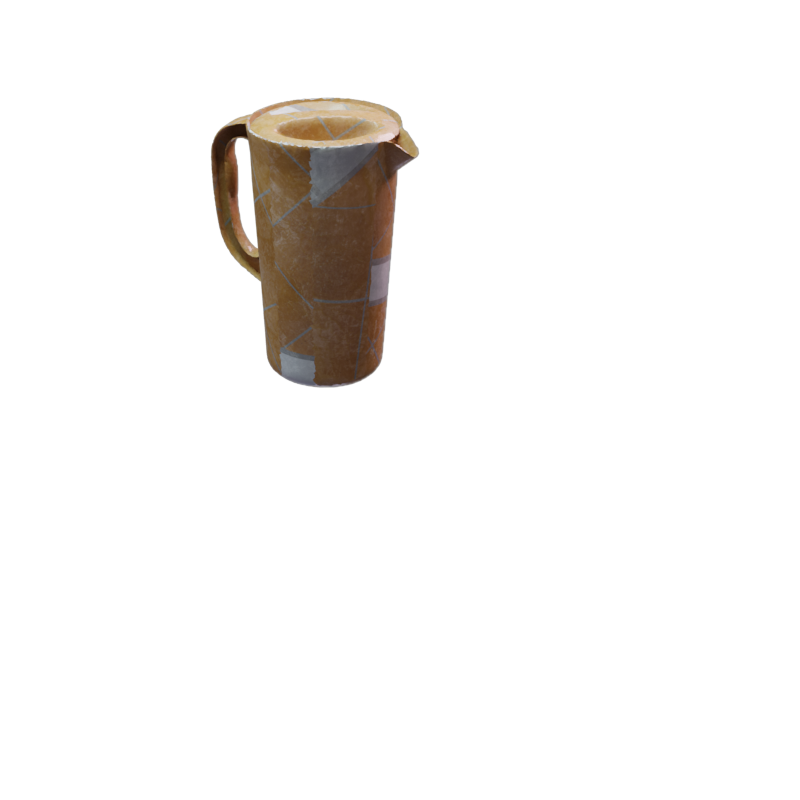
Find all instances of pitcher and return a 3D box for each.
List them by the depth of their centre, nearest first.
[{"bbox_3d":[-0.077,-0.141,0.985,0.142,0.230,0.160,-11,30,-23],"label":"pitcher"}]
